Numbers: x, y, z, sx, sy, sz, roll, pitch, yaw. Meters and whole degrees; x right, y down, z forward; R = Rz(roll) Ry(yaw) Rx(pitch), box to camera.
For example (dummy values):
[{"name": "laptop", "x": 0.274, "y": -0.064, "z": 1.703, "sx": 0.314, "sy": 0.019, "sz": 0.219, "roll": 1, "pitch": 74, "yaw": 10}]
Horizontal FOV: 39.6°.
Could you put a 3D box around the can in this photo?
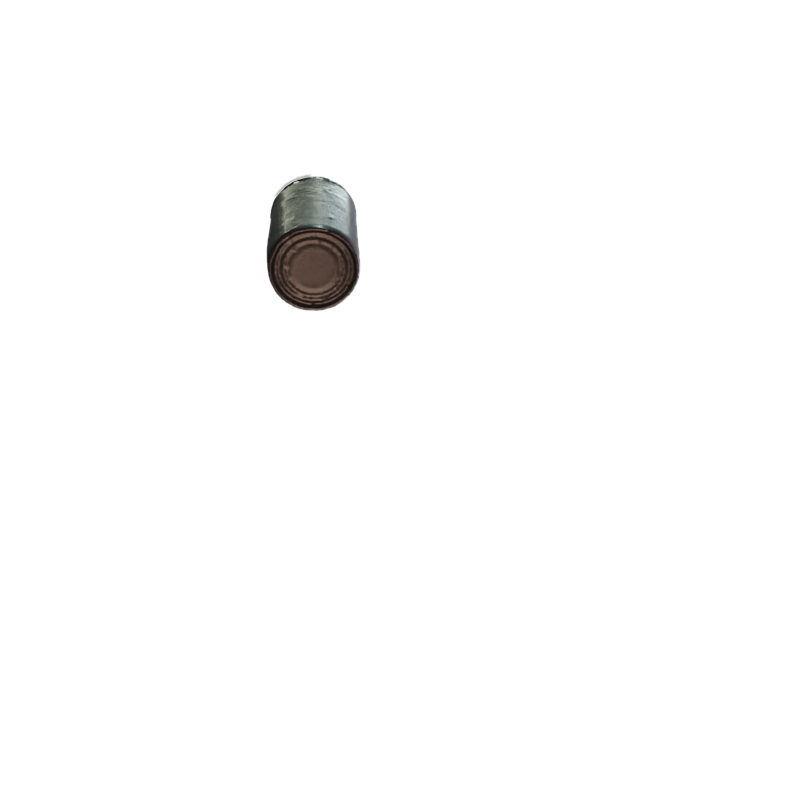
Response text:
[{"name": "can", "x": -0.065, "y": -0.118, "z": 0.827, "sx": 0.068, "sy": 0.065, "sz": 0.108, "roll": 0, "pitch": 28, "yaw": -3}]
